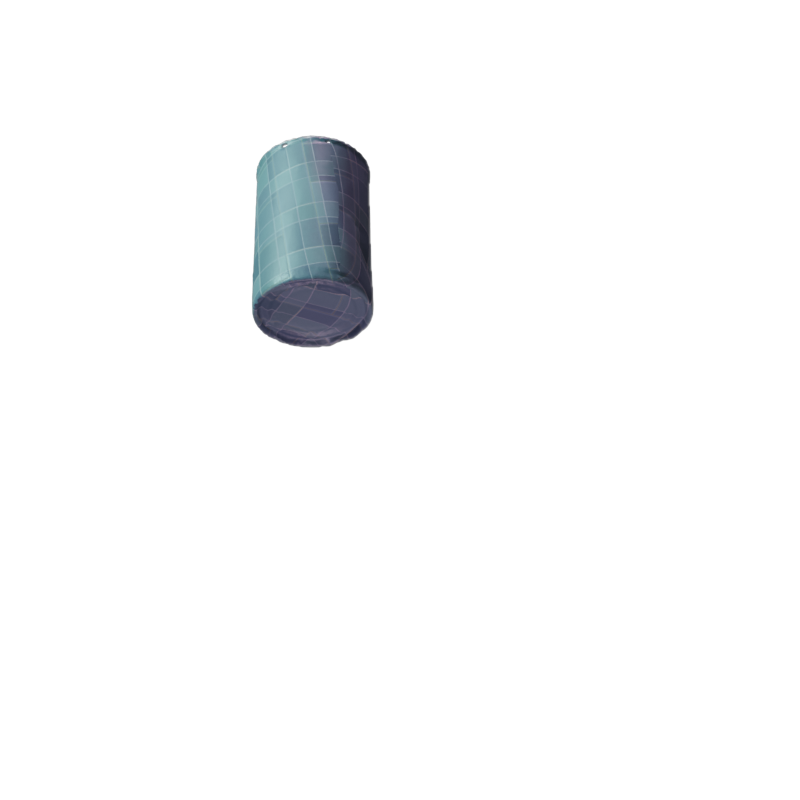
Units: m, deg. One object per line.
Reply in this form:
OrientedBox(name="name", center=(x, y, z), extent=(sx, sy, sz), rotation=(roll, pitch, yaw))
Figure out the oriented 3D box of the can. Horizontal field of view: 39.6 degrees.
OrientedBox(name="can", center=(-0.049, -0.090, 0.627), extent=(0.068, 0.109, 0.064), rotation=(-1, -35, -2))
